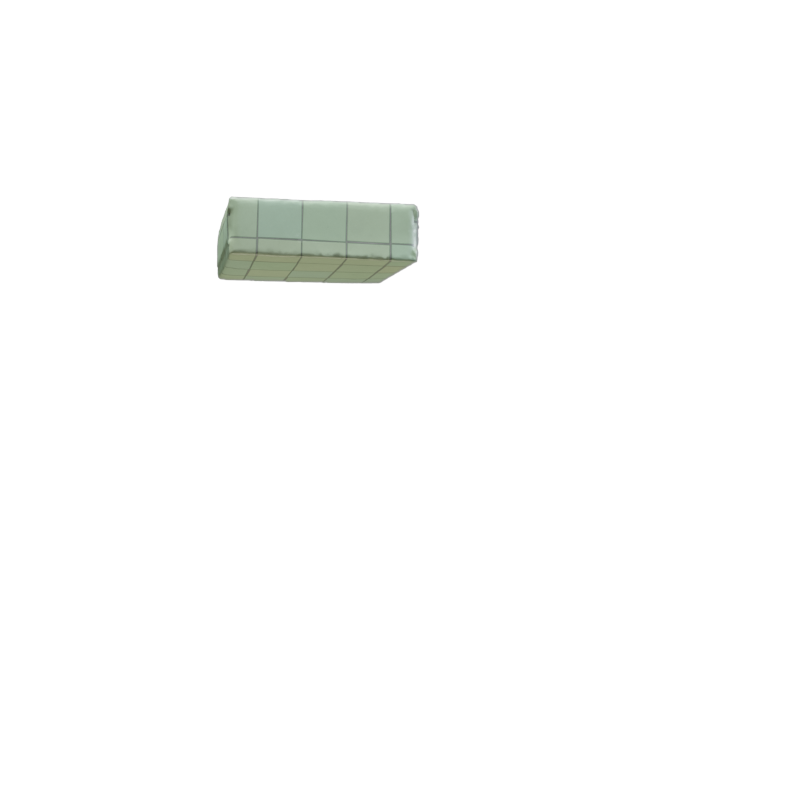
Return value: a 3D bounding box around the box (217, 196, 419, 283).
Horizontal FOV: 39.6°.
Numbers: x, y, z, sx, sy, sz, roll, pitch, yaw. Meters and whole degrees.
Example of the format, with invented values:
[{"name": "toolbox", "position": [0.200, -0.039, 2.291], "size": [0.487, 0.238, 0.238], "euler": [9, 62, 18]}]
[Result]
[{"name": "box", "position": [-0.042, -0.076, 0.535], "size": [0.088, 0.031, 0.073], "euler": [1, -4, -10]}]
